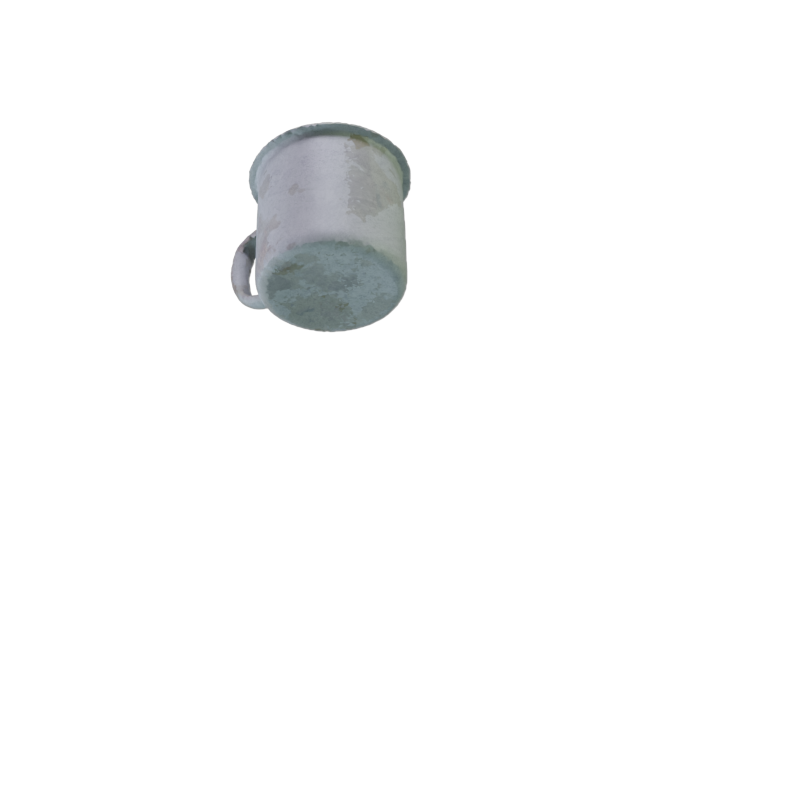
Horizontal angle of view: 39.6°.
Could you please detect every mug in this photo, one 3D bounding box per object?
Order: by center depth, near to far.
[{"bbox_3d":[-0.048,-0.088,0.616,0.118,0.087,0.086,-23,-41,27],"label":"mug"}]
